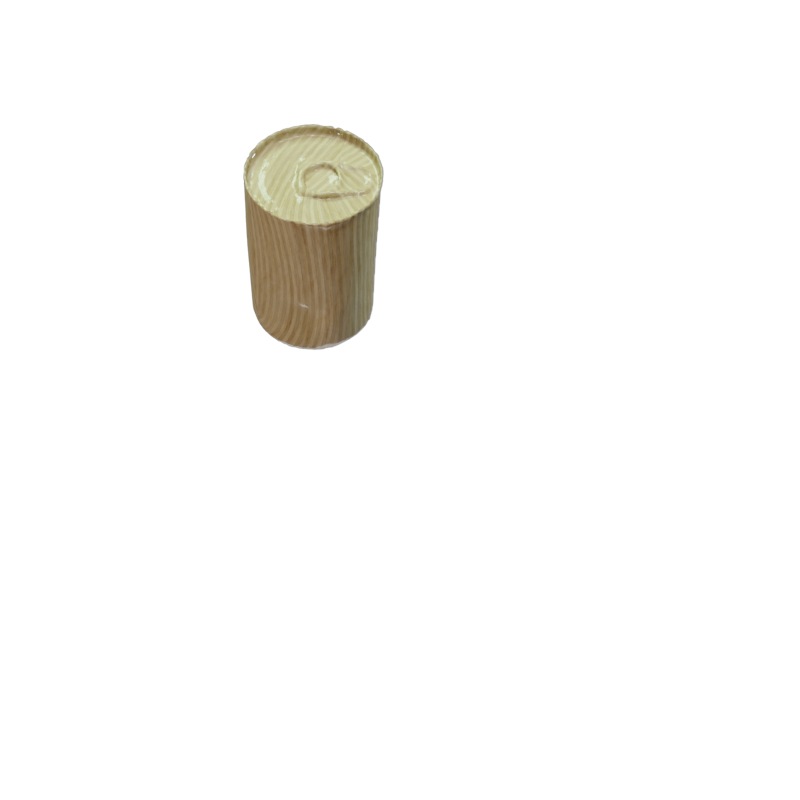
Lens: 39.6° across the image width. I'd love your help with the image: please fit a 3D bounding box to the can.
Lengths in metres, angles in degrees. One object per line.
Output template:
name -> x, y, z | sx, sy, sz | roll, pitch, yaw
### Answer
can -> -0.045, -0.082, 0.571 | 0.068, 0.073, 0.095 | 0, -37, -3
